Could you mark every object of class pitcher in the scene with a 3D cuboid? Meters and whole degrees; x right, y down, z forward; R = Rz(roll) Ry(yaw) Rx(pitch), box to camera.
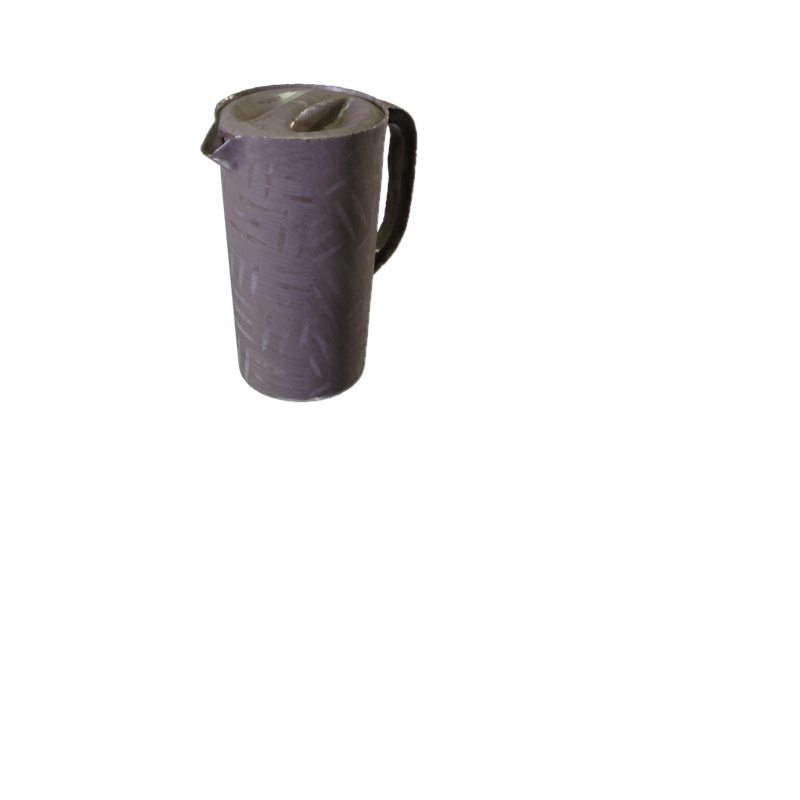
[{"bbox_3d":[-0.070,-0.128,0.898,0.151,0.229,0.151,6,29,8],"label":"pitcher"}]
